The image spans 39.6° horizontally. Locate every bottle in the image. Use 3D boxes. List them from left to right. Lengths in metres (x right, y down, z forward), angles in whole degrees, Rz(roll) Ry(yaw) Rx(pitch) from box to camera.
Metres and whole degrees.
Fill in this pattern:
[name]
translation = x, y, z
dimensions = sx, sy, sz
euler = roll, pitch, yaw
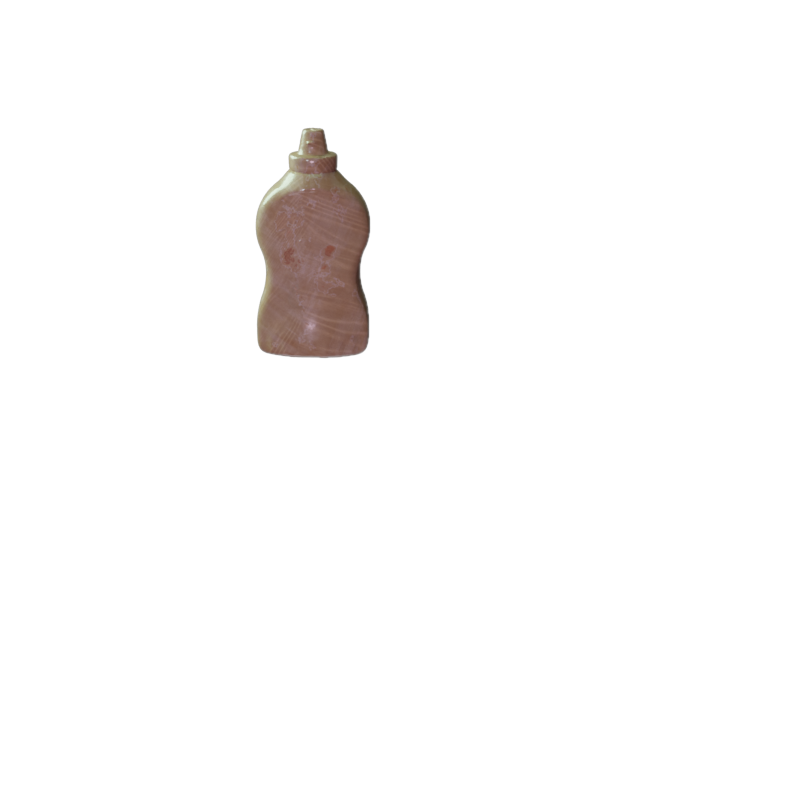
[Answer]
[bottle]
translation = -0.073, -0.134, 0.937
dimensions = 0.097, 0.185, 0.060
euler = 2, 15, 3
